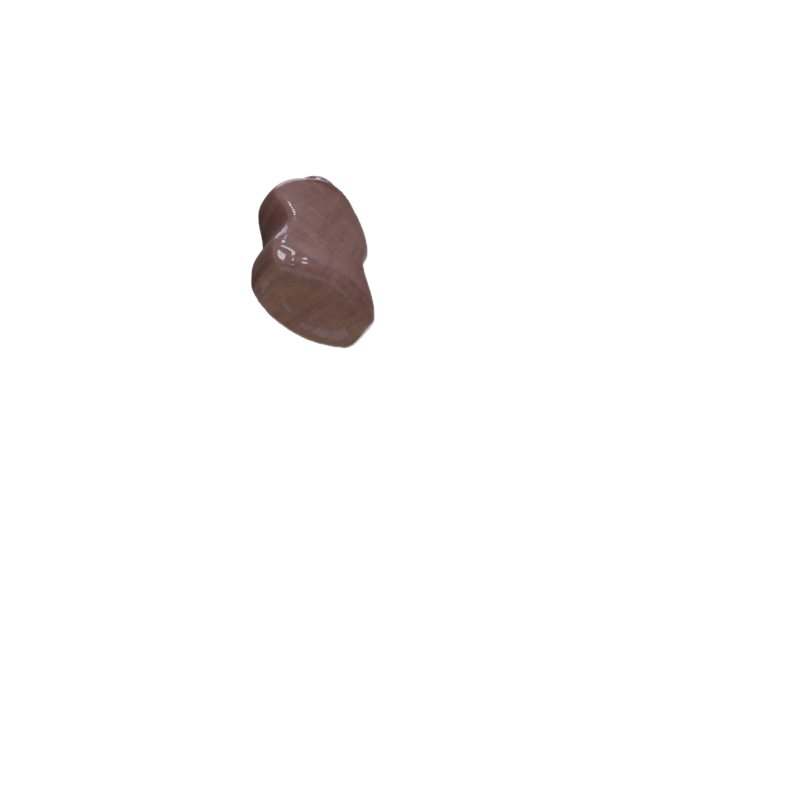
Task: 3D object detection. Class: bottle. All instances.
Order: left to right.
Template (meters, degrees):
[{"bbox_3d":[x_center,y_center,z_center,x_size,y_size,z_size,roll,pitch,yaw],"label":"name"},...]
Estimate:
[{"bbox_3d":[-0.069,-0.127,0.890,0.092,0.057,0.205,28,30,-22],"label":"bottle"}]
